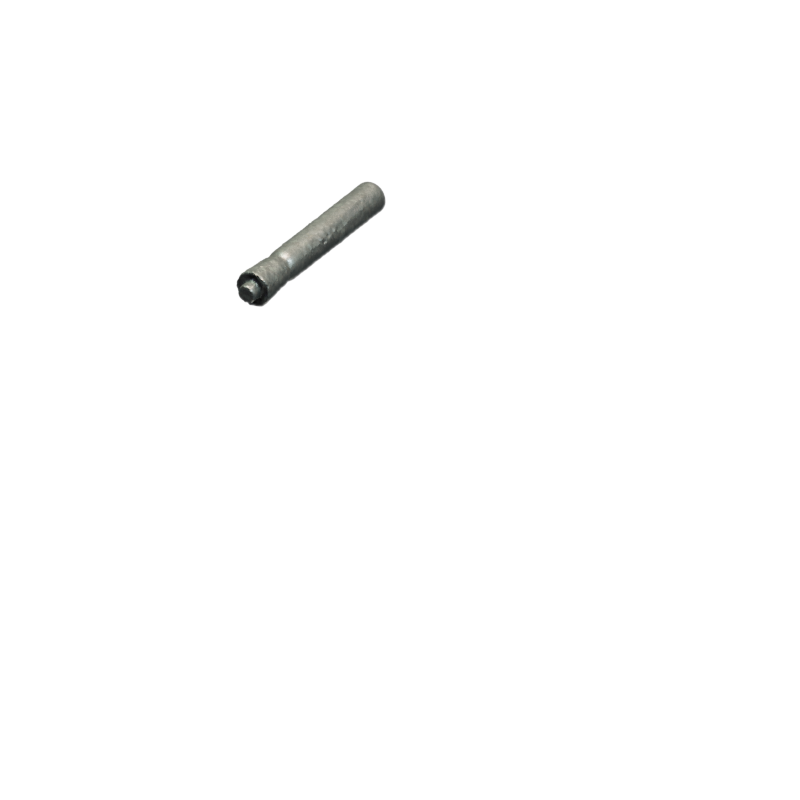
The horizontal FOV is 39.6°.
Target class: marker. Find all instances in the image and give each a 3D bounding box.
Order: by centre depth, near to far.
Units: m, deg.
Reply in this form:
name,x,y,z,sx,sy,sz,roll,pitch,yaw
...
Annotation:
name,x,y,z,sx,sy,sz,roll,pitch,yaw
marker,-0.044,-0.081,0.567,0.020,0.019,0.123,2,31,32
